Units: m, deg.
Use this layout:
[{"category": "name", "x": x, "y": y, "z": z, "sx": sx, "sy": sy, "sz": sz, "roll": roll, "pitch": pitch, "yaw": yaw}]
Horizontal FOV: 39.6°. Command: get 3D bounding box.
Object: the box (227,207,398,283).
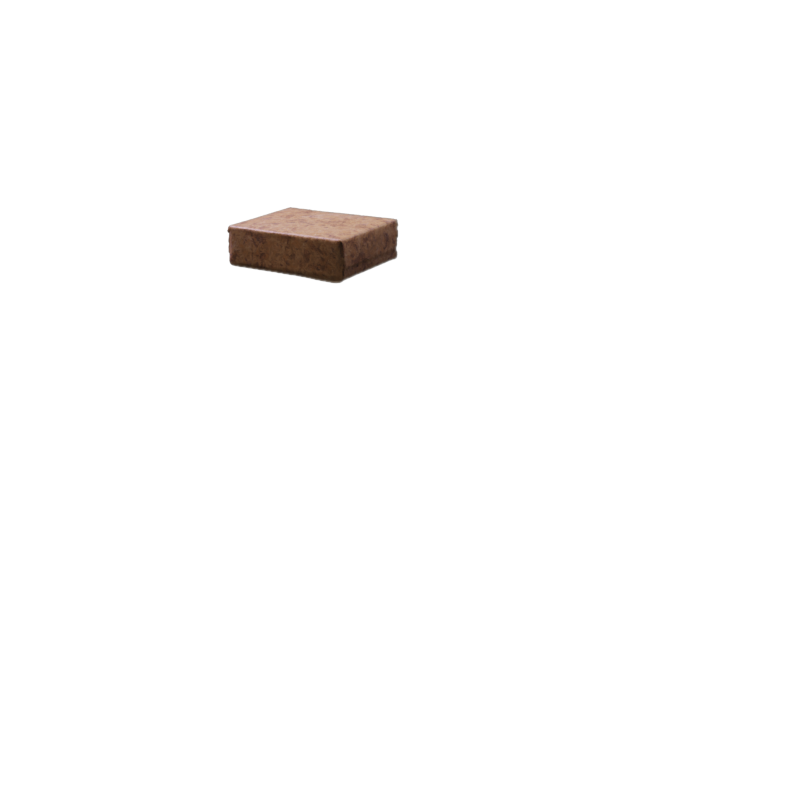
[{"category": "box", "x": -0.071, "y": -0.130, "z": 0.912, "sx": 0.119, "sy": 0.037, "sz": 0.089, "roll": 13, "pitch": 25, "yaw": 29}]
